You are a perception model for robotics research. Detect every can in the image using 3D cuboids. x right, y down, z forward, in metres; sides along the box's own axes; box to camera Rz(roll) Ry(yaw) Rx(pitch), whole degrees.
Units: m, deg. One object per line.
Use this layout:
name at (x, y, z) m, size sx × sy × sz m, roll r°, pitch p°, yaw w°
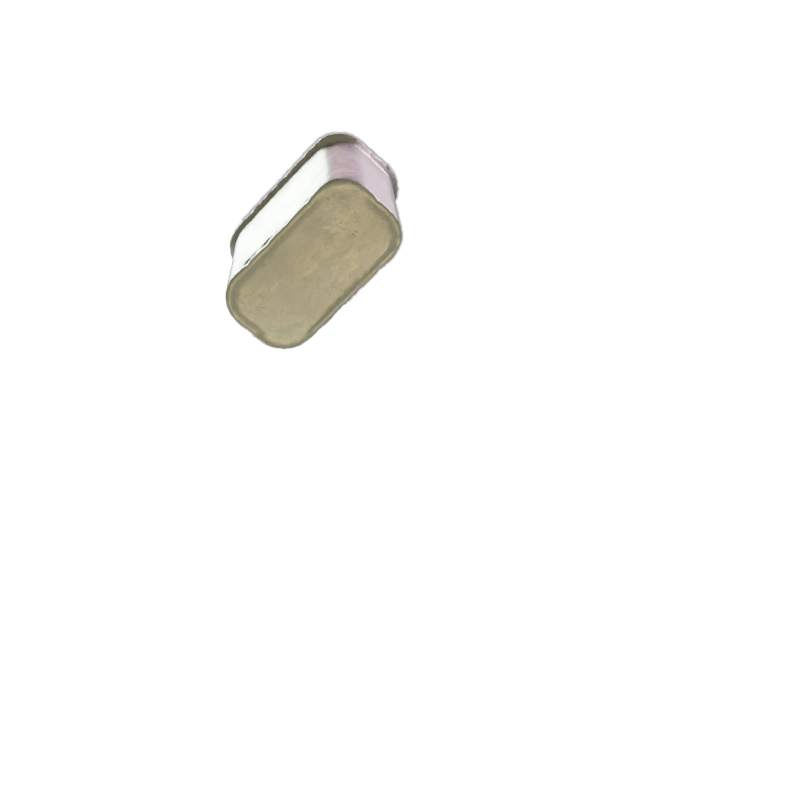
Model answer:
can at (-0.046, -0.084, 0.589) m, size 0.055 × 0.101 × 0.088 m, roll 41°, pitch 16°, yaw -19°
